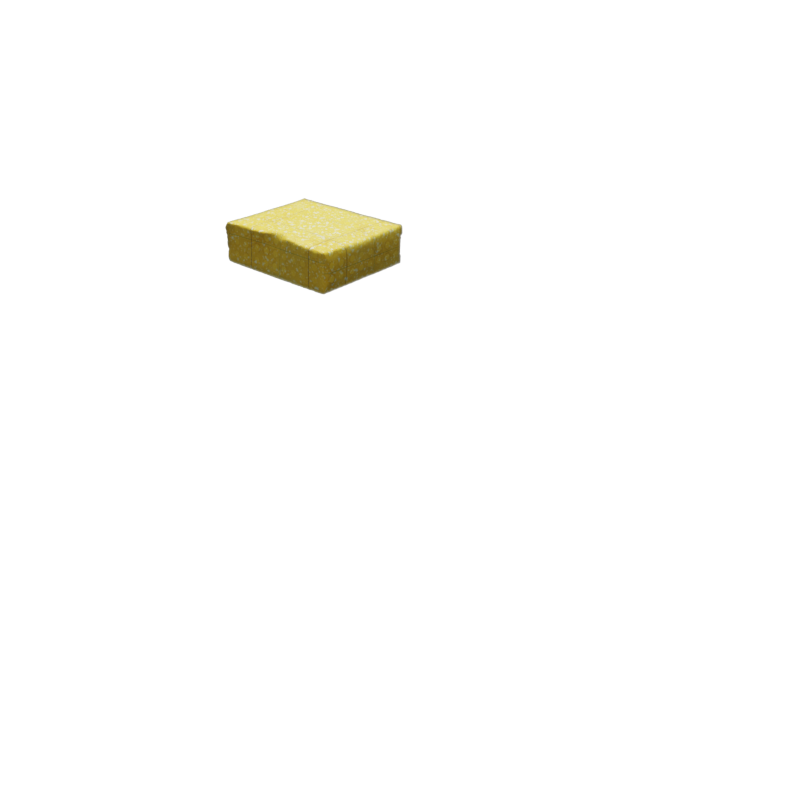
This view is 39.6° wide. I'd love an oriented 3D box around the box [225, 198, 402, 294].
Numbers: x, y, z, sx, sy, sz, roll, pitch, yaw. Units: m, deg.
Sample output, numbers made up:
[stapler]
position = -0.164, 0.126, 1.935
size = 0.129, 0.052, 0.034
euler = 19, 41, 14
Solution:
[box]
position = -0.056, -0.101, 0.709
size = 0.095, 0.029, 0.072
euler = 22, 33, 37
